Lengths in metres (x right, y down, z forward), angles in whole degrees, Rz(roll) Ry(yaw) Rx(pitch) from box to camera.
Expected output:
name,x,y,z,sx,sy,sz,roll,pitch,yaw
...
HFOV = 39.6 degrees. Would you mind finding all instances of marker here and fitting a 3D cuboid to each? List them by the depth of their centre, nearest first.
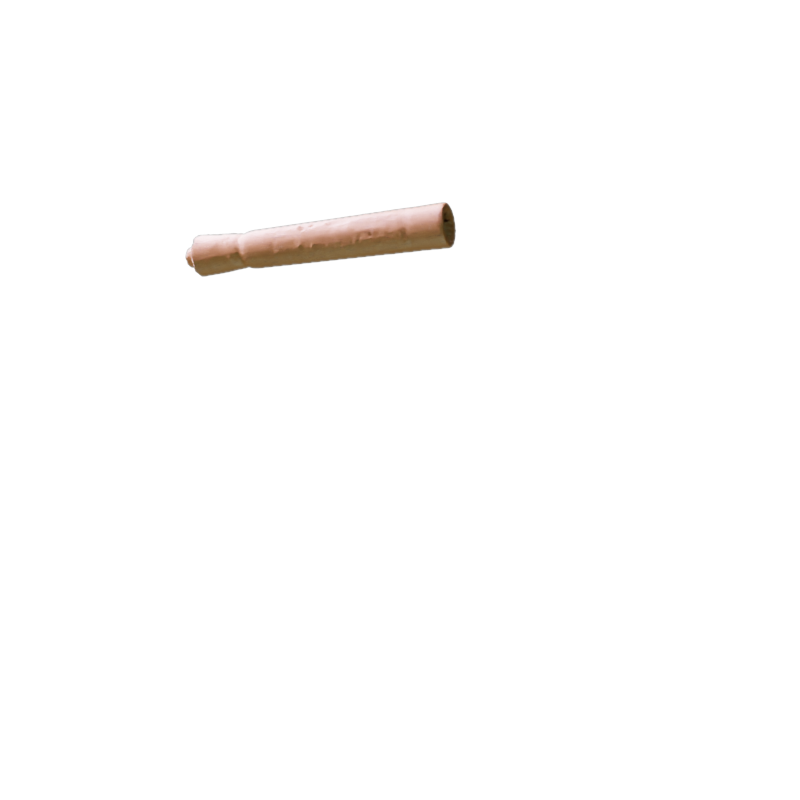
name,x,y,z,sx,sy,sz,roll,pitch,yaw
marker,-0.037,-0.067,0.472,0.124,0.020,0.019,-4,2,23
